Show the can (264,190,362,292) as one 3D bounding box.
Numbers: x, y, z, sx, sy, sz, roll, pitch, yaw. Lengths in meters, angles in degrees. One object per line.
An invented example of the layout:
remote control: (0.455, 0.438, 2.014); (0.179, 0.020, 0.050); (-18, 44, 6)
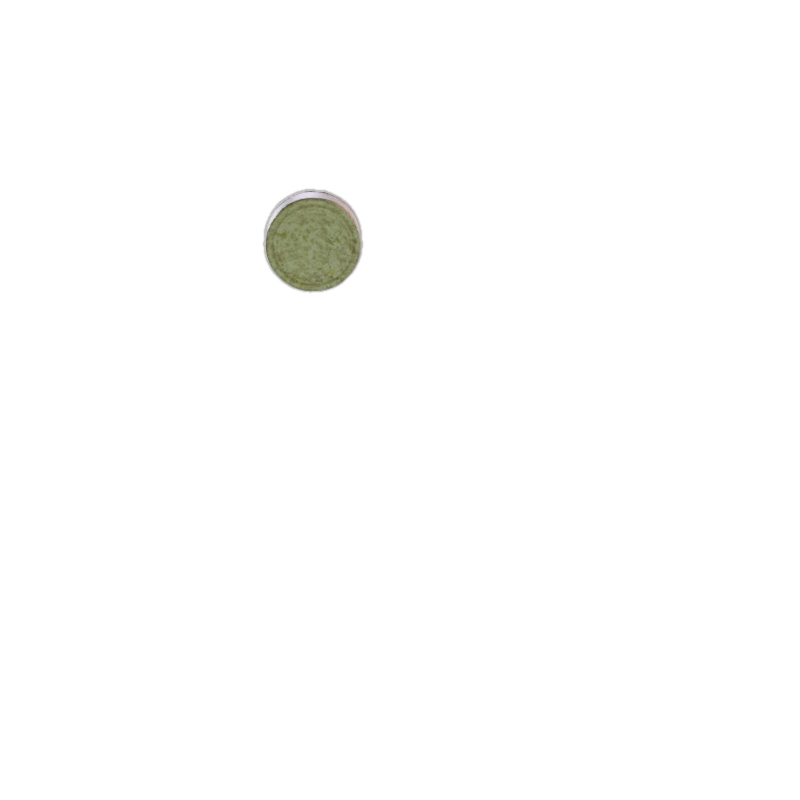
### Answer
can: (-0.076, -0.139, 0.972); (0.086, 0.083, 0.035); (0, 15, -1)
